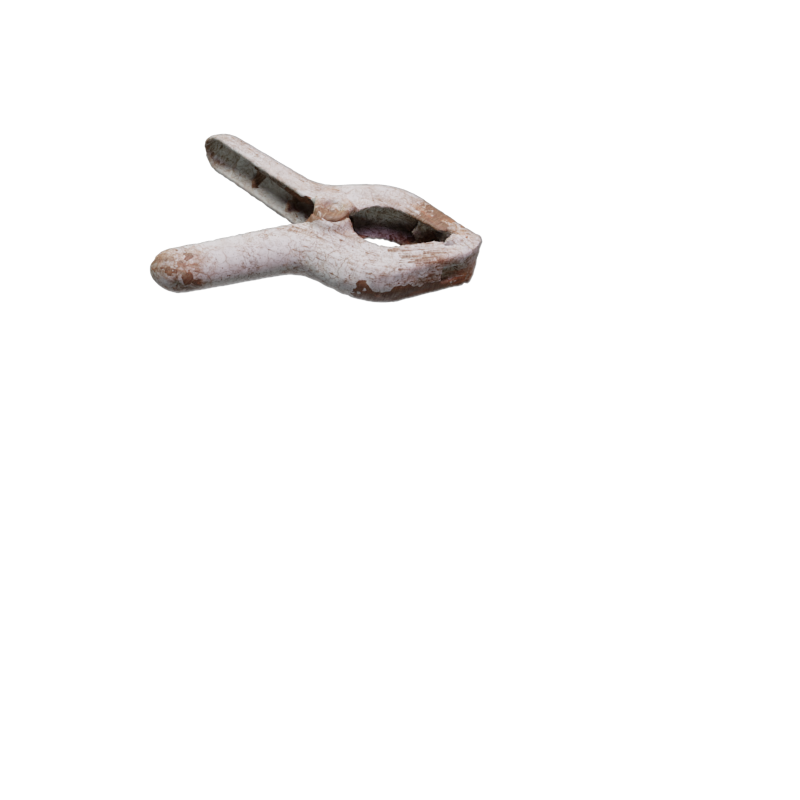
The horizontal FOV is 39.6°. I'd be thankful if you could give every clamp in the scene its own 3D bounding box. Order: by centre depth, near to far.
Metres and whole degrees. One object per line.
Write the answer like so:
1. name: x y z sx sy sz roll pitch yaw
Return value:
1. clamp: -0.047 -0.085 0.595 0.176 0.126 0.036 15 -37 12
